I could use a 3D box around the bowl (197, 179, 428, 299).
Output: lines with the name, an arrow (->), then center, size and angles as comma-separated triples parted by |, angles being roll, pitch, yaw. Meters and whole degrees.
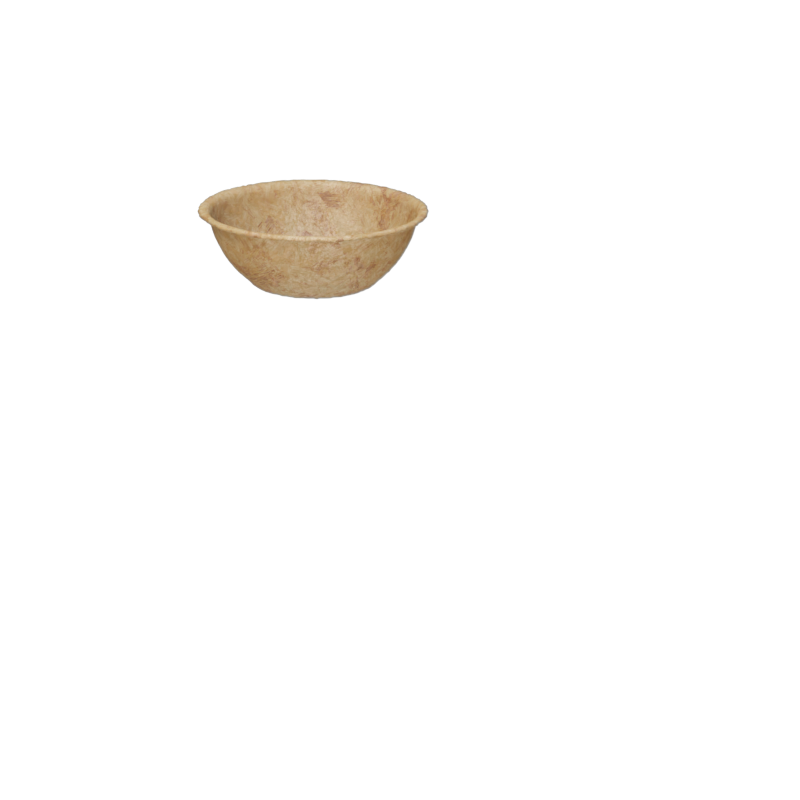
bowl -> -0.062, -0.112, 0.787 | 0.162, 0.053, 0.170 | -1, 24, -2
